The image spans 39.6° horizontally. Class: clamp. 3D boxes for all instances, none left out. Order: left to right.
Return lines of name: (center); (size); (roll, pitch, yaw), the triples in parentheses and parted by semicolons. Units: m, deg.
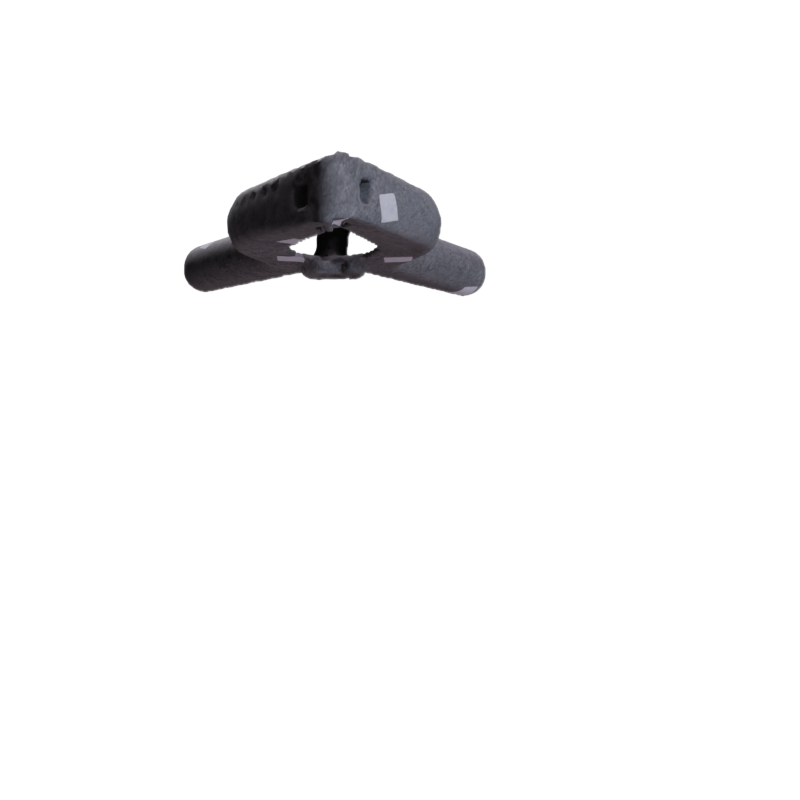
clamp: (-0.041, -0.076, 0.529); (0.166, 0.037, 0.204); (0, -4, 5)
